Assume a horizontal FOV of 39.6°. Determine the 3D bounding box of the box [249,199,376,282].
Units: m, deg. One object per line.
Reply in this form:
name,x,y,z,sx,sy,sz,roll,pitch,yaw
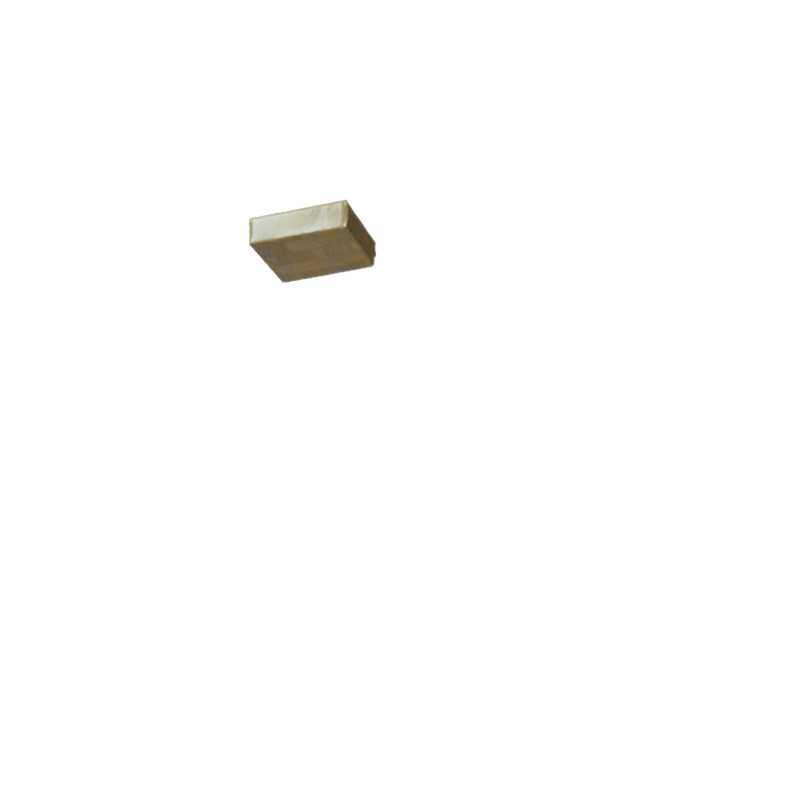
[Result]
box,-0.073,-0.134,0.938,0.091,0.032,0.068,-8,-25,18
